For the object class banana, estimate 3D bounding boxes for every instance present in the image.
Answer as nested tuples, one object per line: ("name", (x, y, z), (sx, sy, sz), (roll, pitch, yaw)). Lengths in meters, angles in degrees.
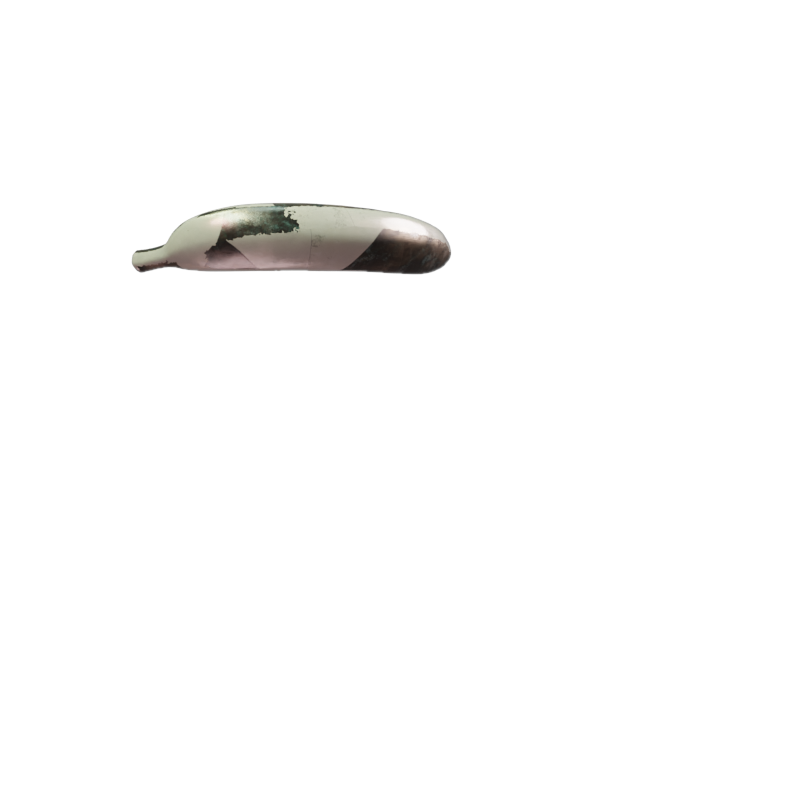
("banana", (-0.043, -0.088, 0.610), (0.192, 0.037, 0.072), (-3, 4, -27))
